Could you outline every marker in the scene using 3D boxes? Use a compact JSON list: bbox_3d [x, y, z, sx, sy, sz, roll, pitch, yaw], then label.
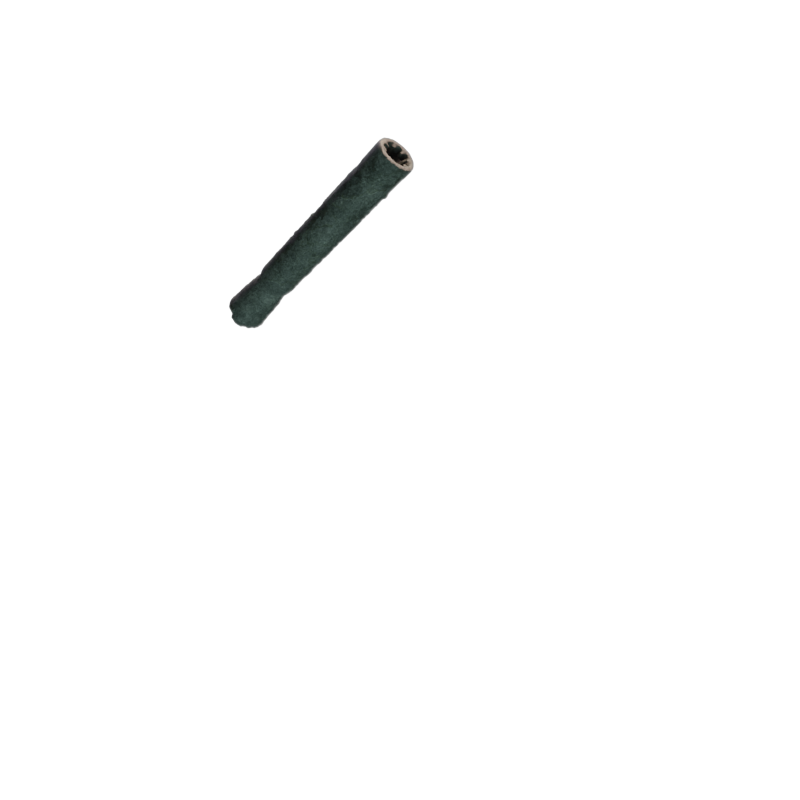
[{"bbox_3d":[-0.039,-0.071,0.496,0.019,0.021,0.119,-3,-31,-51],"label":"marker"}]
